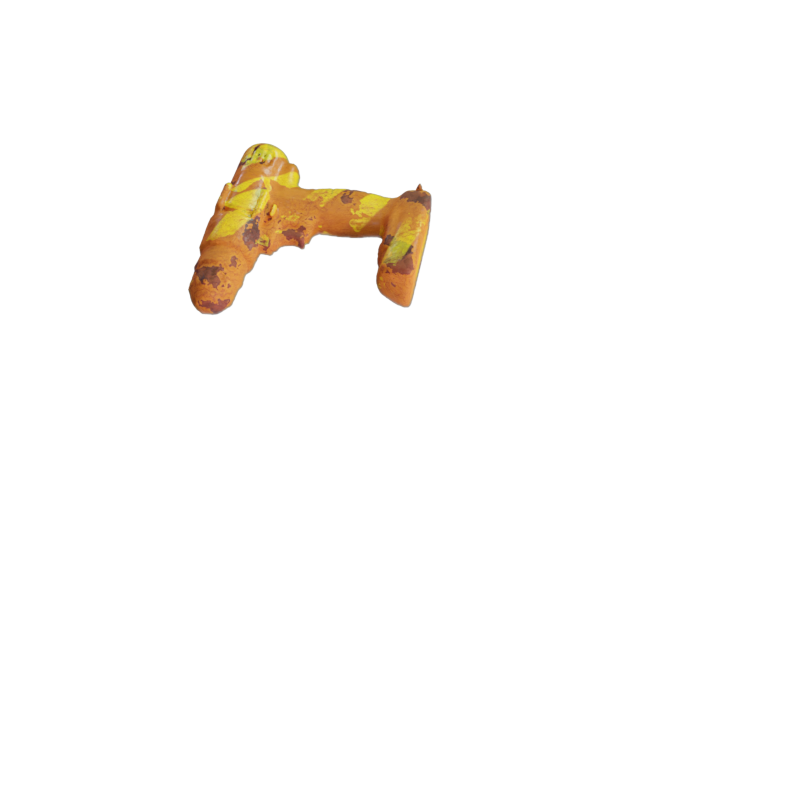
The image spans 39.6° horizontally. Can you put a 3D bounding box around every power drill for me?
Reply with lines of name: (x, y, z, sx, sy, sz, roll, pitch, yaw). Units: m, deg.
power drill: (-0.075, -0.136, 0.955, 0.190, 0.194, 0.054, 12, -34, 8)
